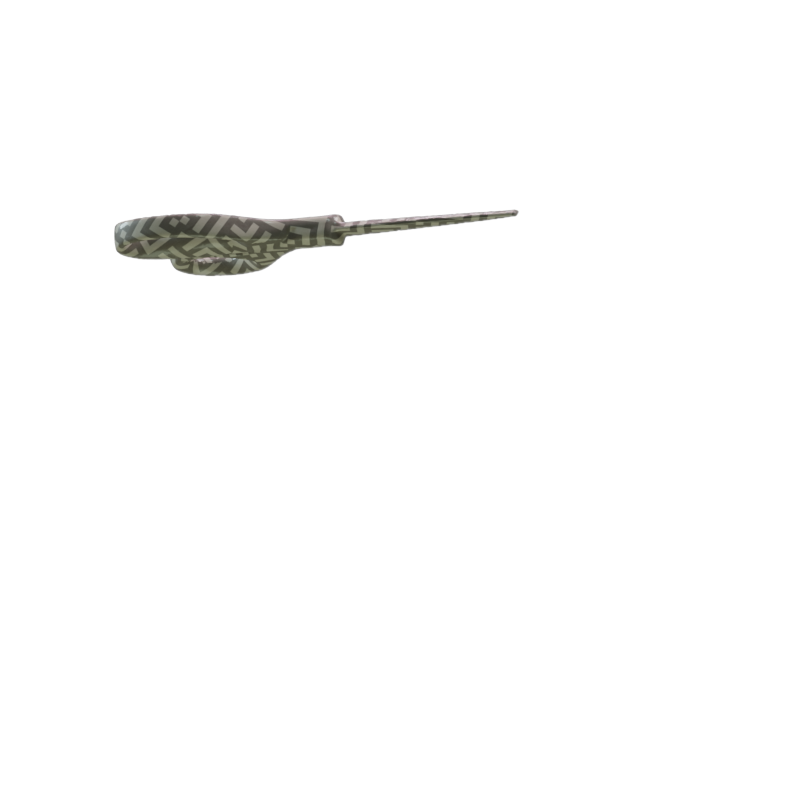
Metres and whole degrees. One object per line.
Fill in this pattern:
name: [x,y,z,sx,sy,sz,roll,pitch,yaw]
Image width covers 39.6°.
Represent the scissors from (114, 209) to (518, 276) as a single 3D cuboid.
scissors: [-0.045,-0.082,0.575,0.203,0.016,0.093,0,-7,4]
